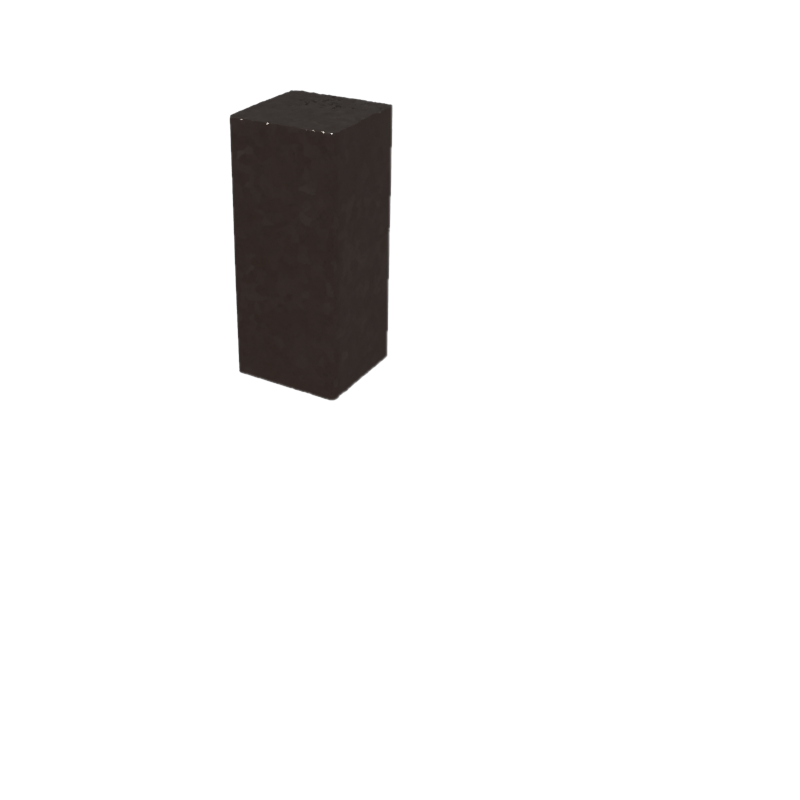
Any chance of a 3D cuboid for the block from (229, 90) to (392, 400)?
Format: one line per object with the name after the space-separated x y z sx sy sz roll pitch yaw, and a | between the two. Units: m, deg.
-0.066 -0.119 0.835 0.095 0.196 0.091 15 28 26 | block
